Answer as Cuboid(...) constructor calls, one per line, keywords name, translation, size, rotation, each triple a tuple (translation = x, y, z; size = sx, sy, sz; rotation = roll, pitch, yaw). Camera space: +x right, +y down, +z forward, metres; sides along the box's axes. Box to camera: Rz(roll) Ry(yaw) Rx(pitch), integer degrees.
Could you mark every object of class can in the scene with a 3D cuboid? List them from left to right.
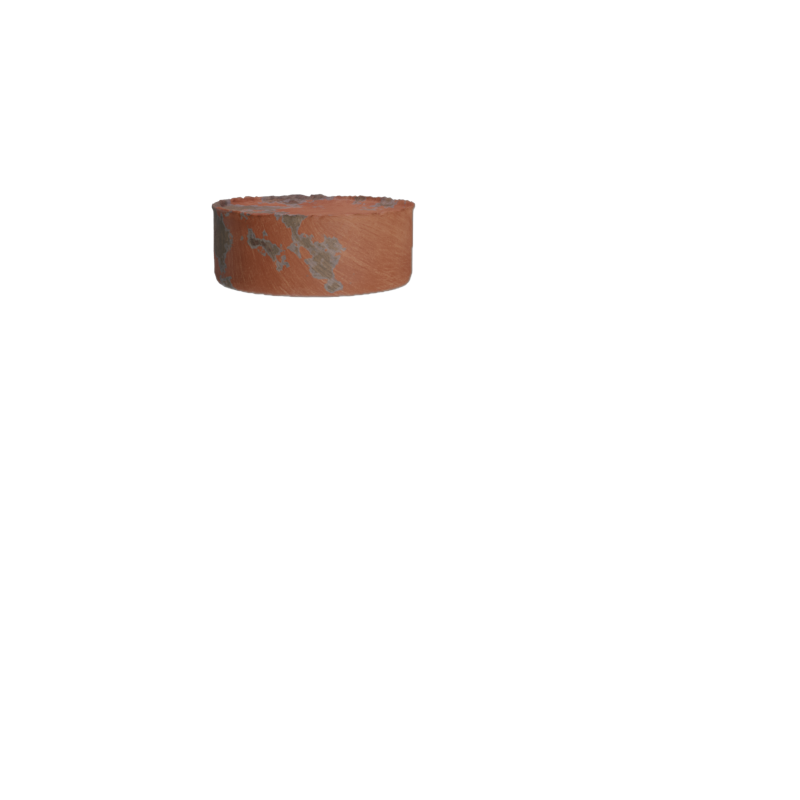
Cuboid(name="can", translation=(-0.037, -0.067, 0.471), size=(0.086, 0.033, 0.088), rotation=(0, 15, -2))
